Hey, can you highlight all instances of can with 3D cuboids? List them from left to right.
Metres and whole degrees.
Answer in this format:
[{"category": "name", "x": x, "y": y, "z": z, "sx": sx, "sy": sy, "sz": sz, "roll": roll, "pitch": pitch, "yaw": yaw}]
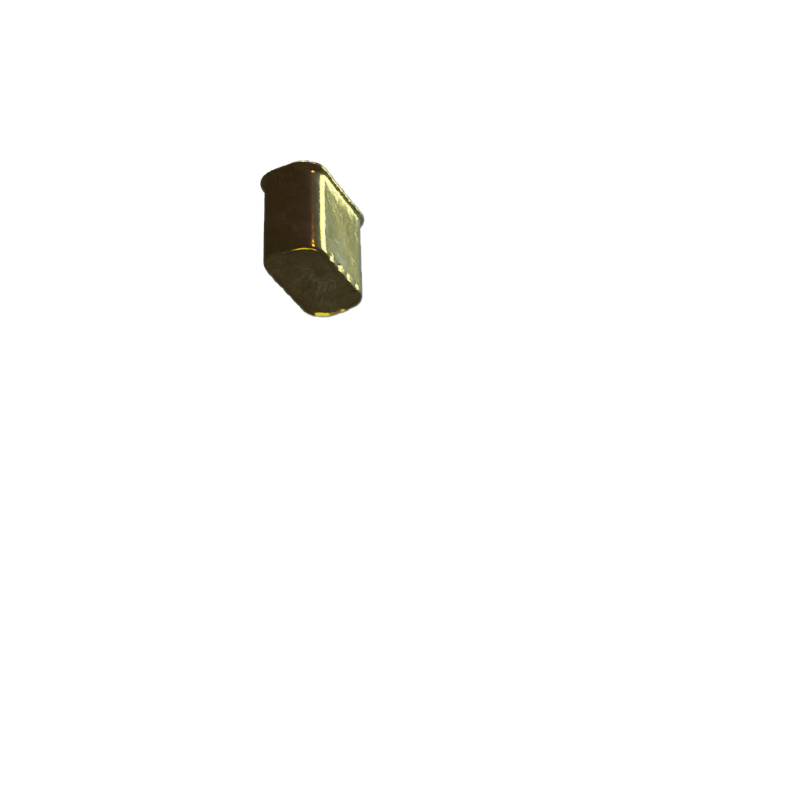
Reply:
[{"category": "can", "x": -0.069, "y": -0.126, "z": 0.883, "sx": 0.058, "sy": 0.090, "sz": 0.094, "roll": -17, "pitch": -36, "yaw": 21}]
